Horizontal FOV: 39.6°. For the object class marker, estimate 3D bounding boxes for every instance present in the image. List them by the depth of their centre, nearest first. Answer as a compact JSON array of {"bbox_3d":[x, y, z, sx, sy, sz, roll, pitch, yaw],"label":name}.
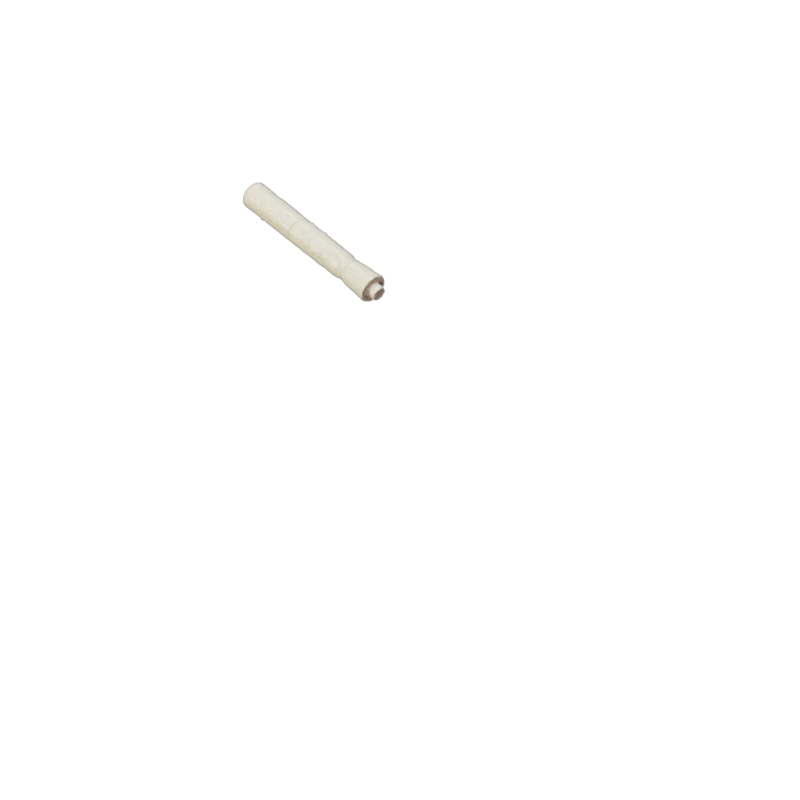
[{"bbox_3d":[-0.054,-0.098,0.689,0.019,0.019,0.129,-3,36,-49],"label":"marker"}]
